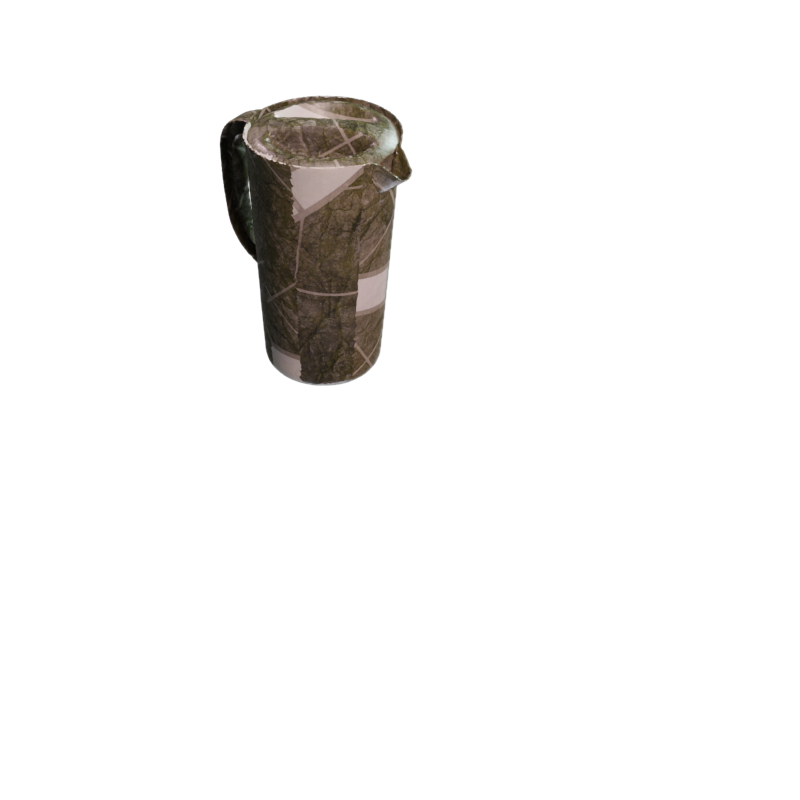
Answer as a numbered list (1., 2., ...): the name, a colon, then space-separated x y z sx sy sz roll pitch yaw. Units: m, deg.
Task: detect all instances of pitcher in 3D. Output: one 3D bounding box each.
1. pitcher: -0.077 -0.140 0.981 0.143 0.227 0.161 -6 37 -12
